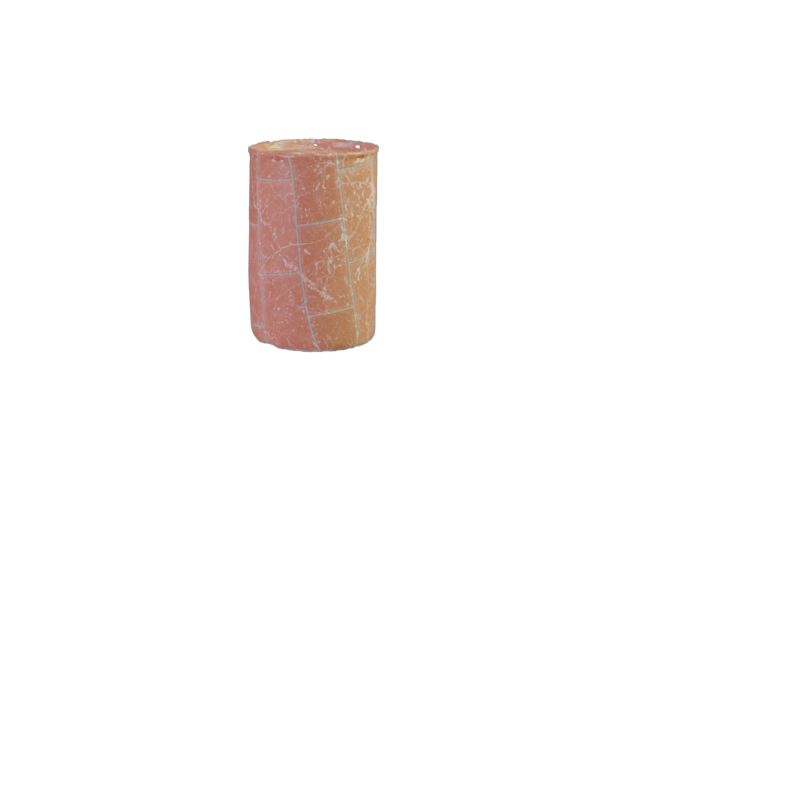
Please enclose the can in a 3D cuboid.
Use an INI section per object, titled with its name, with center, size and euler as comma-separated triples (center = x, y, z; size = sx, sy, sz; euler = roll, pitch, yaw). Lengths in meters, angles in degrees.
[can]
center = -0.046, -0.083, 0.583
size = 0.068, 0.099, 0.071
euler = 0, 14, -2
